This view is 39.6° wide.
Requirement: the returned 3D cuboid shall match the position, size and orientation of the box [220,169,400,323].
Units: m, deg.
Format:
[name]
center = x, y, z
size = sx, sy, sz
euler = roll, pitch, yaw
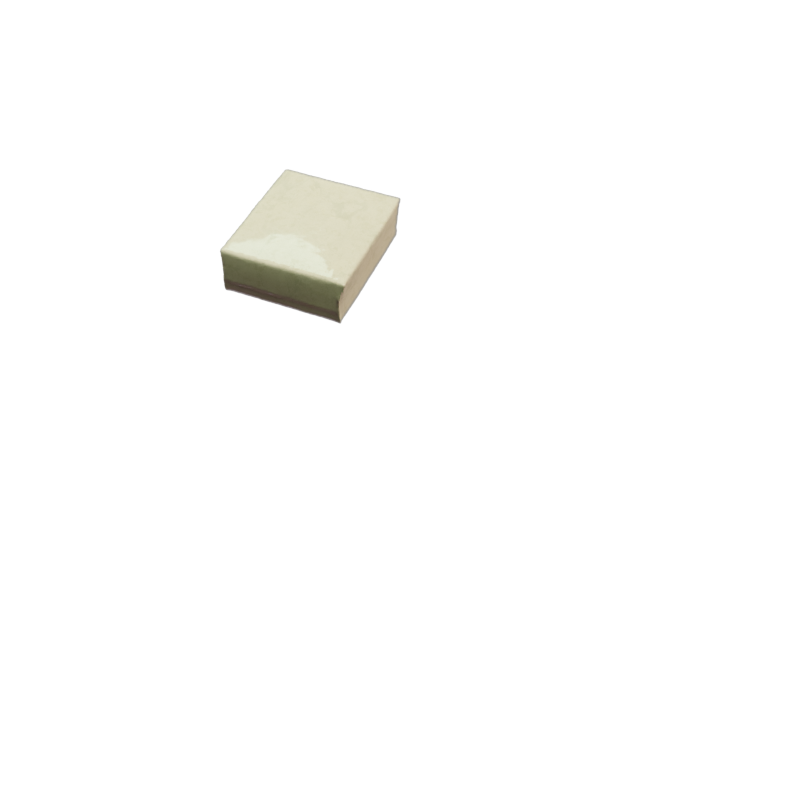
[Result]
[box]
center = -0.060, -0.110, 0.768
size = 0.092, 0.036, 0.118
euler = 14, 45, 14
